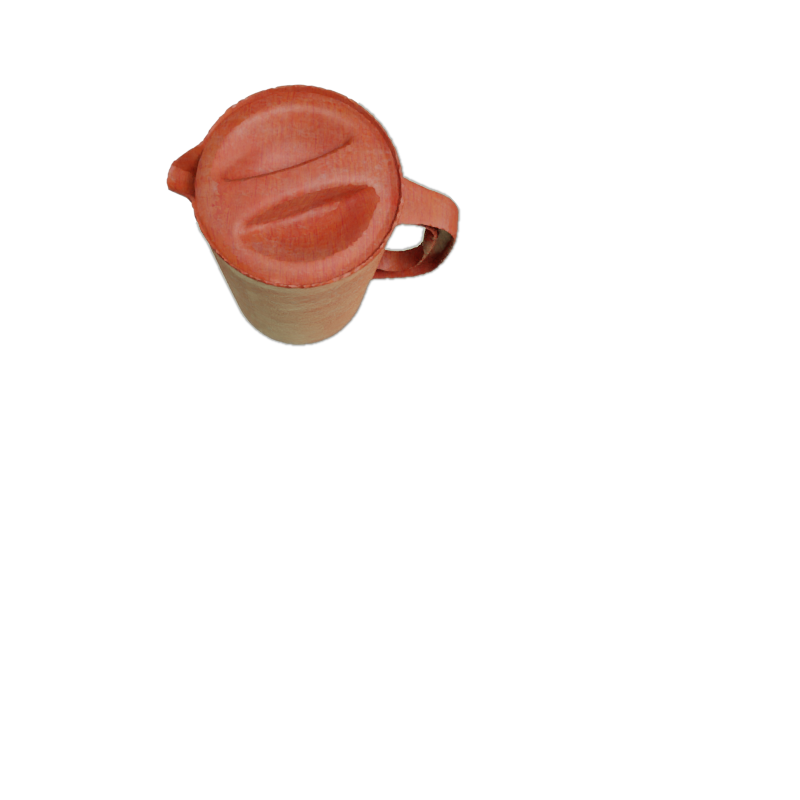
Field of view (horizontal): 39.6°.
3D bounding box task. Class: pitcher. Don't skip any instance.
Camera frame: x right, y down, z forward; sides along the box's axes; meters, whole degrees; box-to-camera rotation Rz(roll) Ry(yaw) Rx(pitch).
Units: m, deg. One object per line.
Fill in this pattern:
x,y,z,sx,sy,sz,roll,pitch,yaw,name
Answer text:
-0.062,-0.113,0.791,0.145,0.154,0.235,-38,-7,-10,pitcher
